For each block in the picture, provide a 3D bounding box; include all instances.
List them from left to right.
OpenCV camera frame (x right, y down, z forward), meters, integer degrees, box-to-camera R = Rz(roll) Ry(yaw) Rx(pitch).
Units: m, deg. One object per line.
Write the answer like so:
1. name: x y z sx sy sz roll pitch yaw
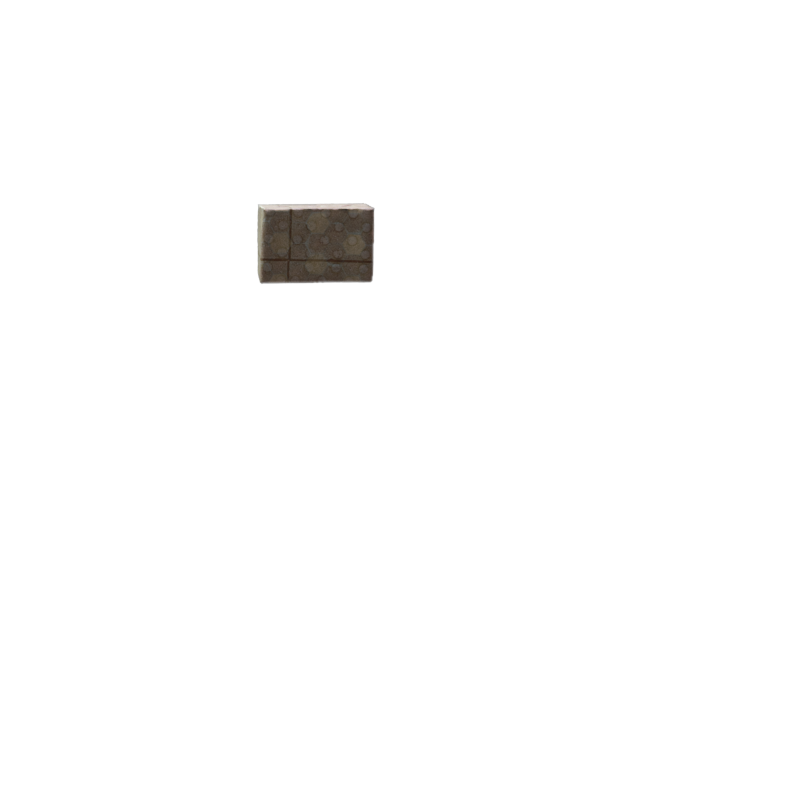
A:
1. block: -0.060 -0.110 0.768 0.077 0.050 0.054 -2 11 -8
